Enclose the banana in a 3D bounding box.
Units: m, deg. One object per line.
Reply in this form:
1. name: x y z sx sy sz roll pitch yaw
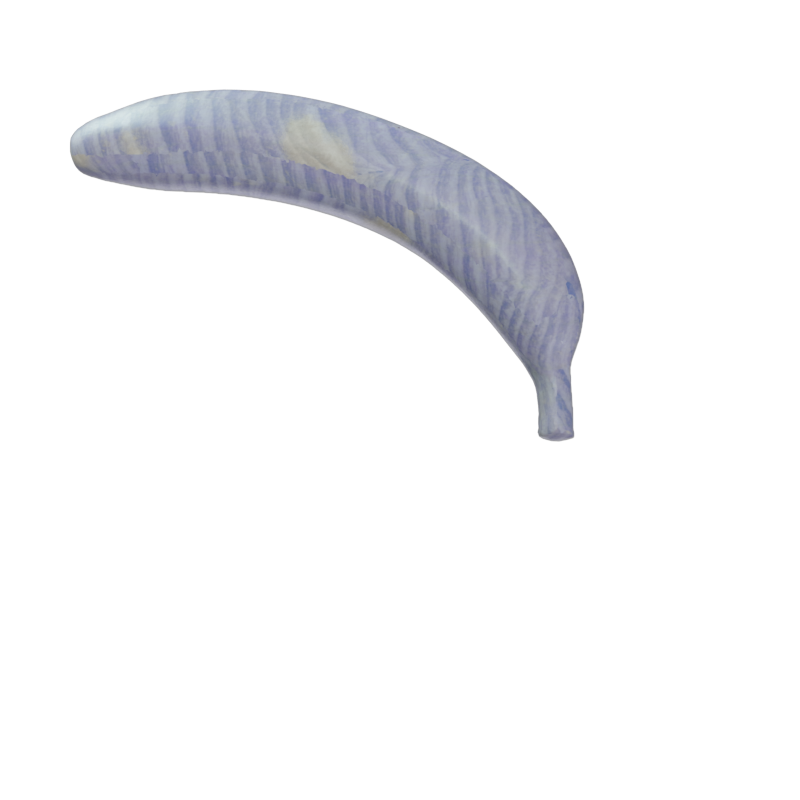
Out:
1. banana: -0.016 -0.065 0.374 0.204 0.071 0.035 30 -22 13
